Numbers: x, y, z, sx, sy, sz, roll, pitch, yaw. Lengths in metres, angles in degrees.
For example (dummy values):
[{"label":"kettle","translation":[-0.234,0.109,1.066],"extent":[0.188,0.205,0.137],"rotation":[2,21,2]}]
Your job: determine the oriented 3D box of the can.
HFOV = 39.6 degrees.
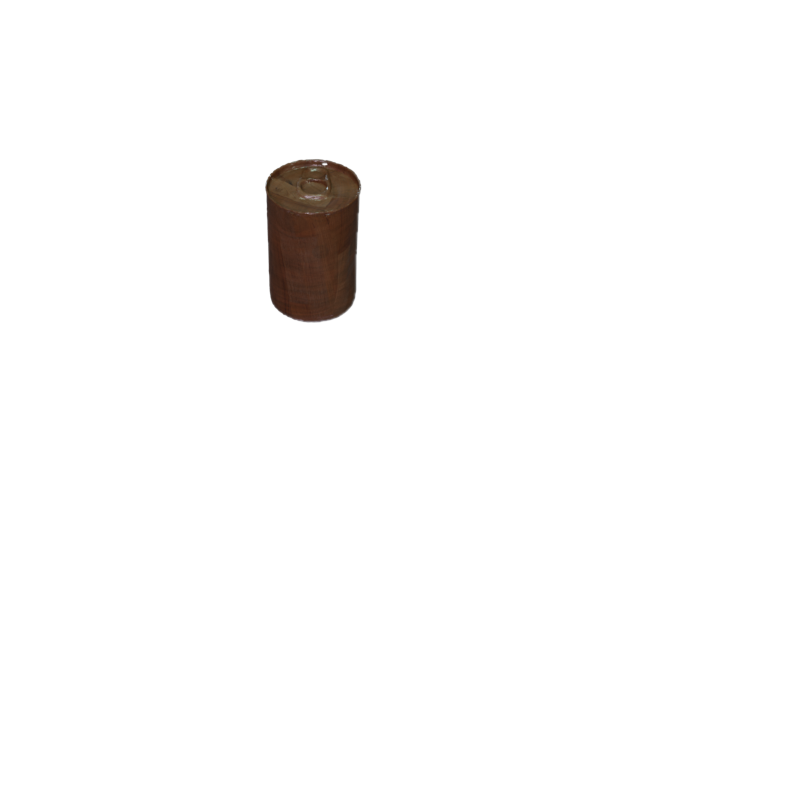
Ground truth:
[{"label":"can","translation":[-0.064,-0.116,0.813],"extent":[0.068,0.095,0.073],"rotation":[0,42,-3]}]
